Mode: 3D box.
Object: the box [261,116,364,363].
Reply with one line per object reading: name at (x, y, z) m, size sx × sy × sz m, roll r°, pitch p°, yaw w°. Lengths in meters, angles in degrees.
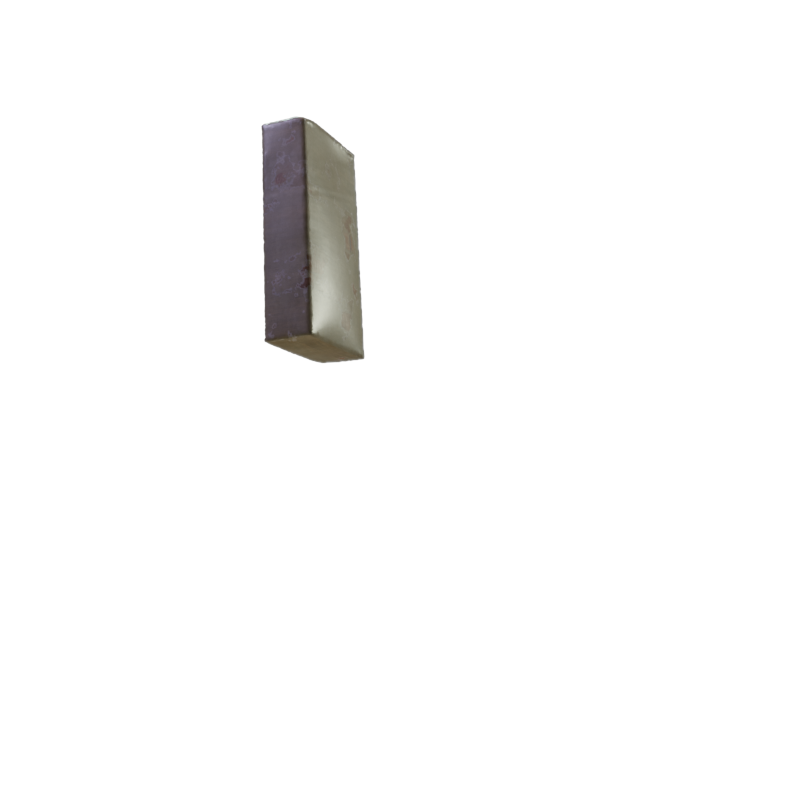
box at (-0.067, -0.123, 0.862) m, size 0.049 × 0.184 × 0.088 m, roll -9°, pitch -18°, yaw 24°
